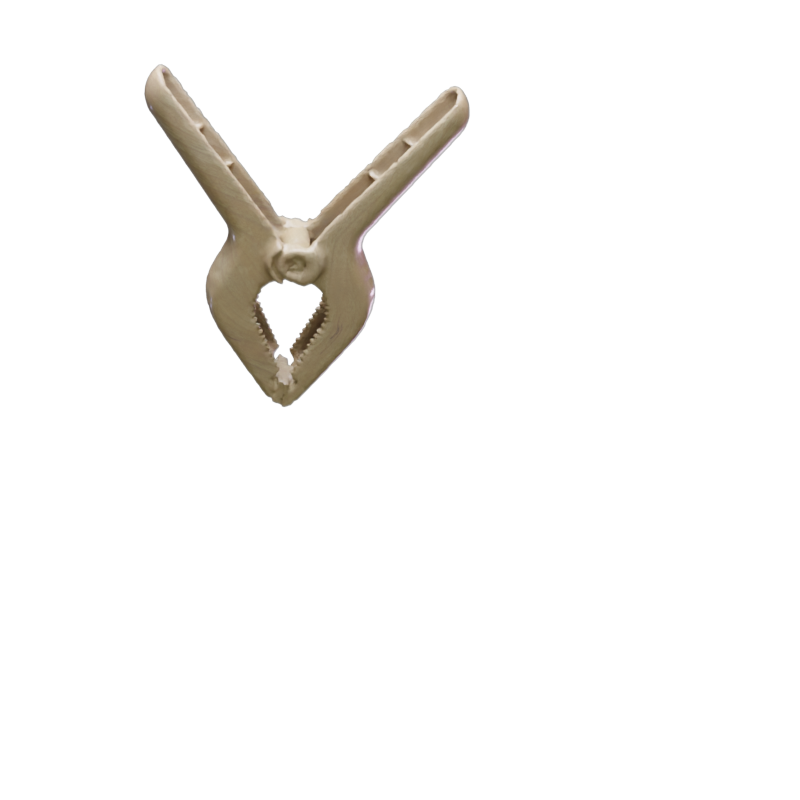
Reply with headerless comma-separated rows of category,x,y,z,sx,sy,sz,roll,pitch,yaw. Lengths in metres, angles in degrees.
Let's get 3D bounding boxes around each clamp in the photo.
clamp,-0.048,-0.087,0.607,0.164,0.197,0.039,0,34,0
